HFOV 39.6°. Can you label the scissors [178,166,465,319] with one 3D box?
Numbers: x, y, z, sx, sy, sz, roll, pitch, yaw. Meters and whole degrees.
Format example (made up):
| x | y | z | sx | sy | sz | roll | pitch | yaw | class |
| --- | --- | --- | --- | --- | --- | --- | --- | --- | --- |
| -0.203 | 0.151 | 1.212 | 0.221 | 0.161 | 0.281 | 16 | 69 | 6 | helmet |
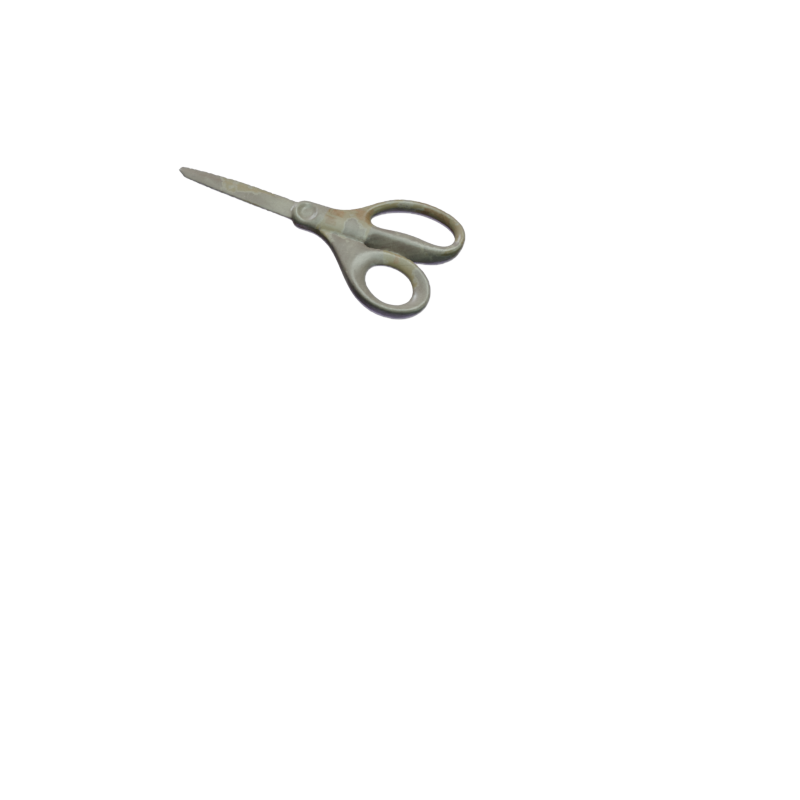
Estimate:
| x | y | z | sx | sy | sz | roll | pitch | yaw | class |
| --- | --- | --- | --- | --- | --- | --- | --- | --- | --- |
| -0.058 | -0.107 | 0.747 | 0.203 | 0.102 | 0.015 | 7 | -28 | 4 | scissors |
